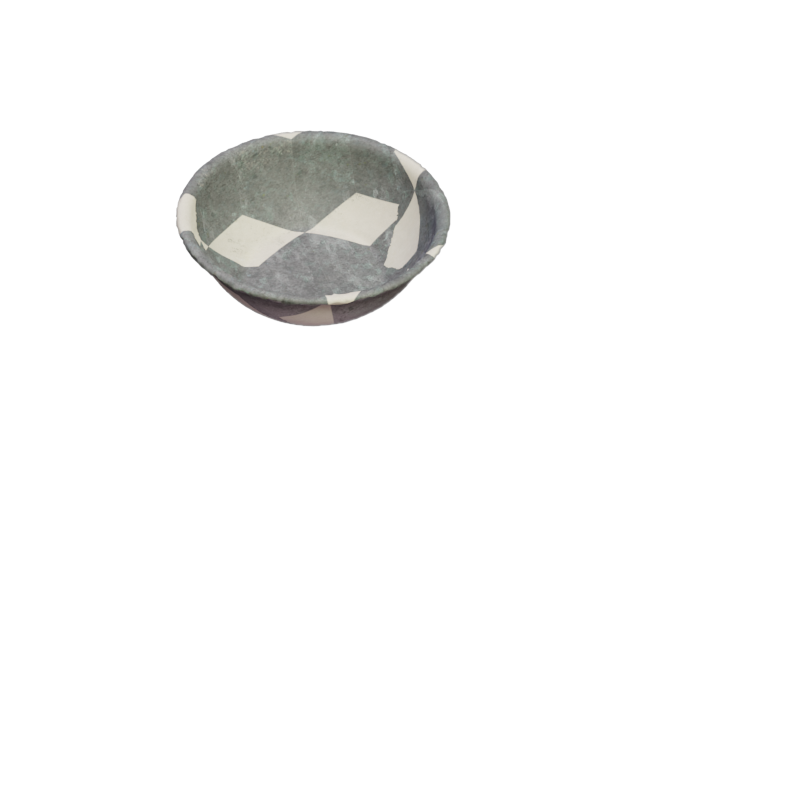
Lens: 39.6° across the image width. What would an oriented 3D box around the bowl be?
[{"bbox_3d":[-0.053,-0.096,0.672,0.162,0.051,0.174,-1,45,-1],"label":"bowl"}]
